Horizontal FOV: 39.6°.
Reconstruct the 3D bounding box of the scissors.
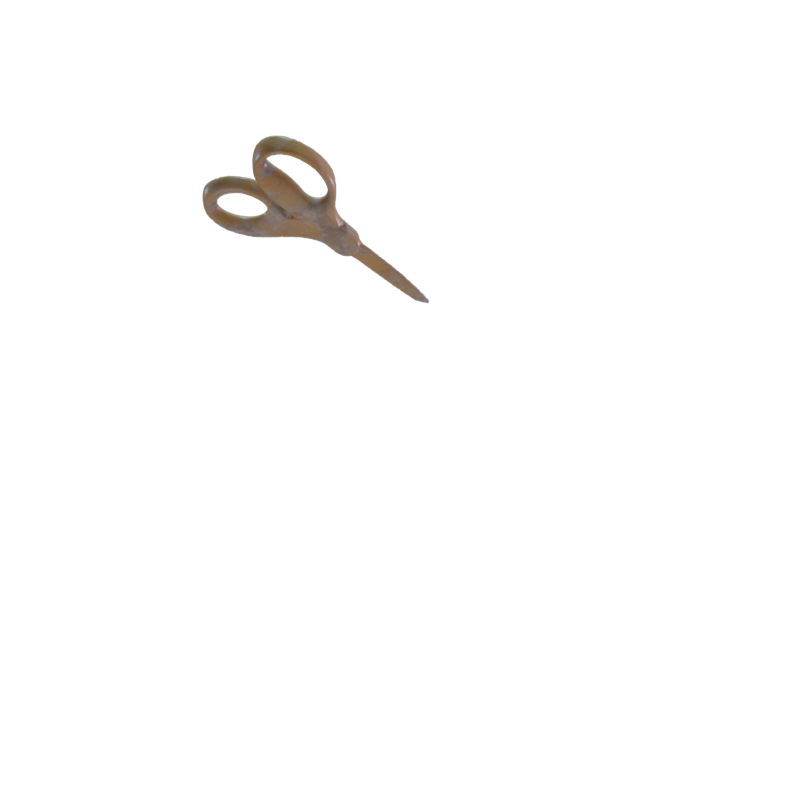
[{"bbox_3d":[-0.058,-0.106,0.745,0.097,0.017,0.186,-12,-34,19],"label":"scissors"}]
